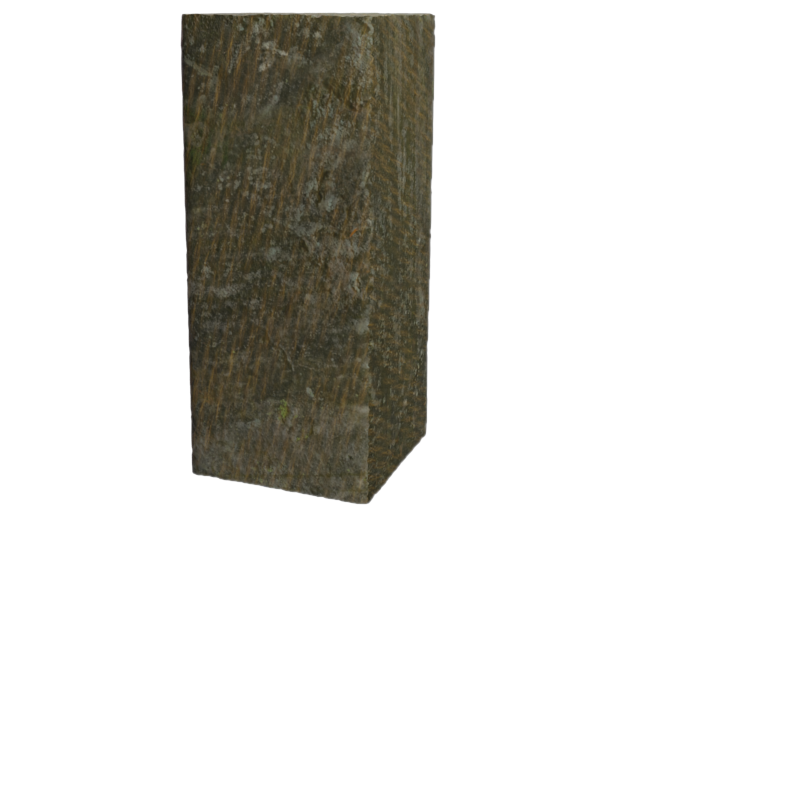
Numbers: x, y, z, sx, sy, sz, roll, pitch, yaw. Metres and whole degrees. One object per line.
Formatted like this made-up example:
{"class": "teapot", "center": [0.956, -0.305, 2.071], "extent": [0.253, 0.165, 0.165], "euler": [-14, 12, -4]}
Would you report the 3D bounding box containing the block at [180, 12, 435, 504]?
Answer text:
{"class": "block", "center": [-0.040, -0.073, 0.509], "extent": [0.093, 0.200, 0.091], "euler": [6, 15, 19]}
